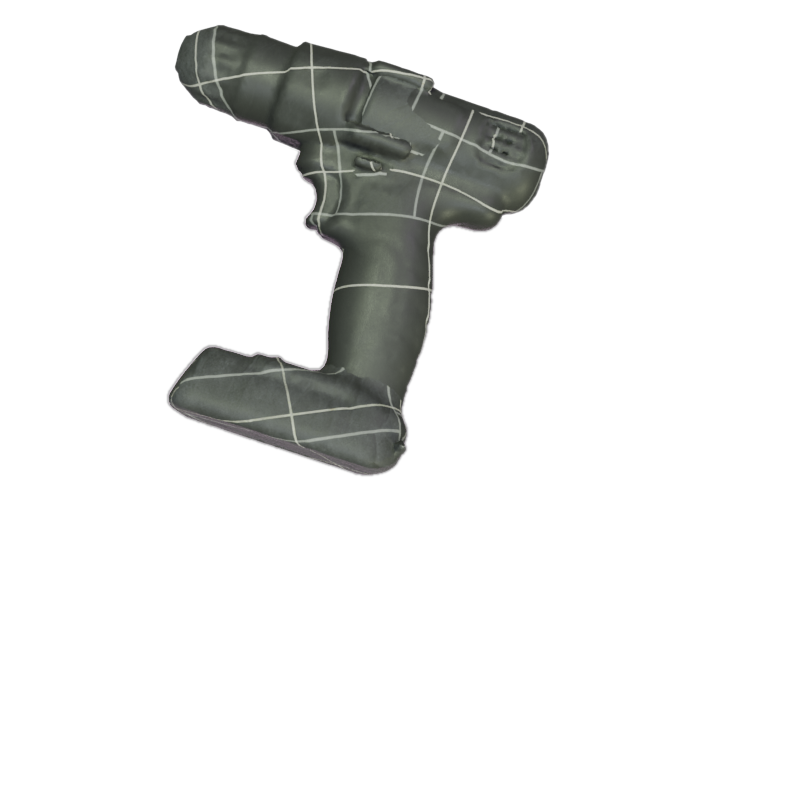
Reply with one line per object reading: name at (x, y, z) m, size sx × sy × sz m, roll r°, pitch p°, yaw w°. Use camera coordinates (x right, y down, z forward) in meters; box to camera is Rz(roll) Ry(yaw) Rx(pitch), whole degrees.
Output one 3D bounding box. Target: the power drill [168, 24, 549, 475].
power drill at (-0.040, -0.073, 0.513) m, size 0.186 × 0.192 × 0.055 m, roll 18°, pitch -13°, yaw 4°
